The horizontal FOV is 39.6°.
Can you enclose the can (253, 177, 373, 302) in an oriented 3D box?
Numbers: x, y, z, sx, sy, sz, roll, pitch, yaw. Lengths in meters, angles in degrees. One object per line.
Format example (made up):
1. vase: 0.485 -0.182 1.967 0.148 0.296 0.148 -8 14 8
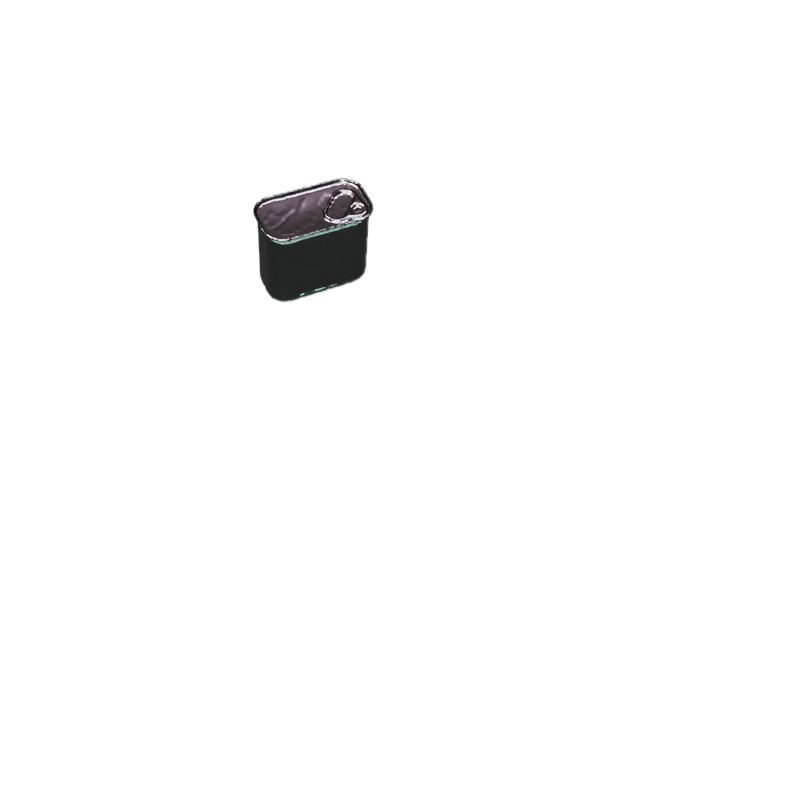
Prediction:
1. can: -0.077 -0.142 0.991 0.101 0.062 0.078 -17 -38 -16
